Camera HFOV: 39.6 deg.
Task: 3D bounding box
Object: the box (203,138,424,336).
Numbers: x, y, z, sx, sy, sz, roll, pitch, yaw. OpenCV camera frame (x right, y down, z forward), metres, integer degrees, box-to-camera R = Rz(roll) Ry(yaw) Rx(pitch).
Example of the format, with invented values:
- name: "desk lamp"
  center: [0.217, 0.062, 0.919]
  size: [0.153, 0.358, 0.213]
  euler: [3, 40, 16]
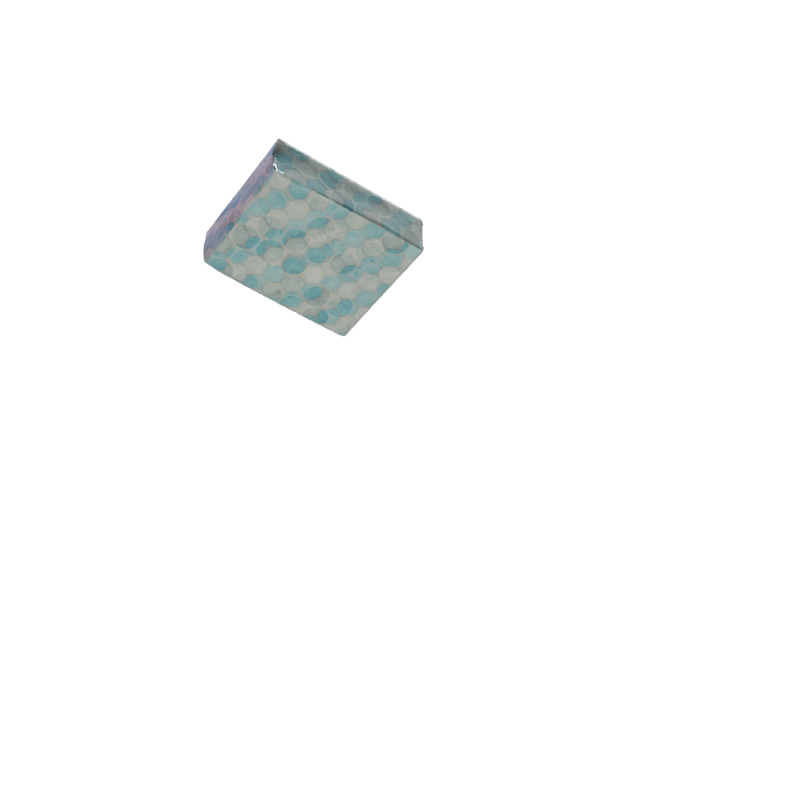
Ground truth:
- name: "box"
  center: [-0.055, -0.100, 0.702]
  size: [0.108, 0.042, 0.088]
  euler: [27, -54, -22]
